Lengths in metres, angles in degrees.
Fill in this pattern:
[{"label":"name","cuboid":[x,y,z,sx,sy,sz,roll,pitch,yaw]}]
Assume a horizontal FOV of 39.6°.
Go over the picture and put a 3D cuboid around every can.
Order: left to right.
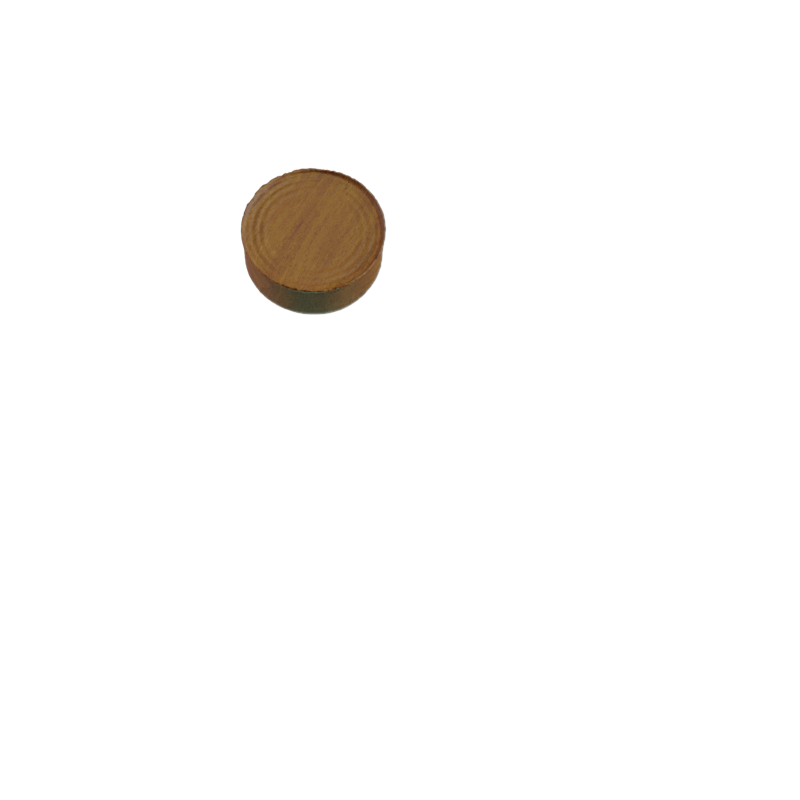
[{"label":"can","cuboid":[-0.052,-0.095,0.667,0.086,0.091,0.032,-1,-29,-1]}]
